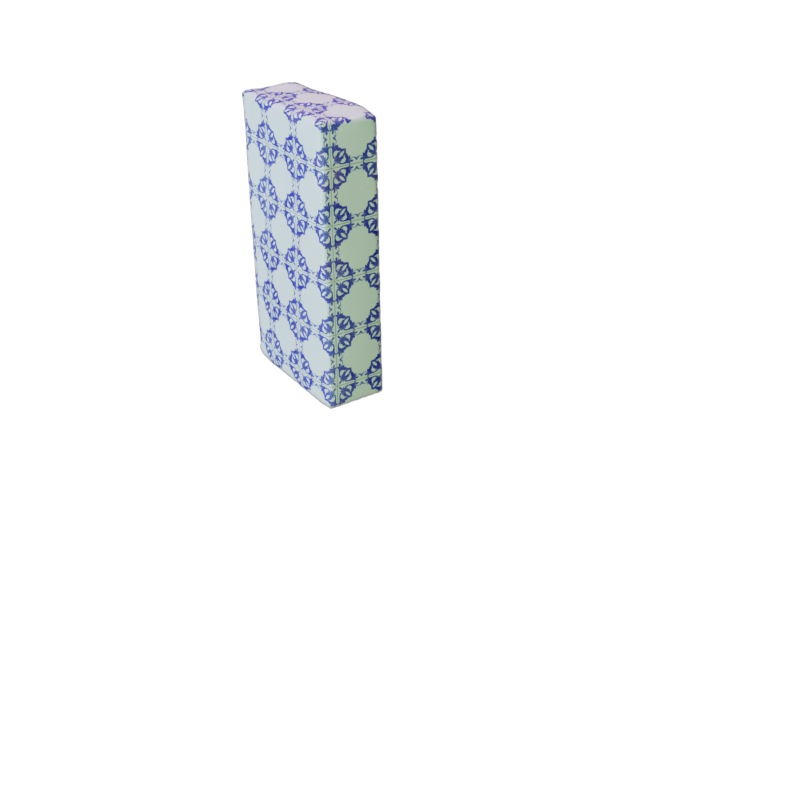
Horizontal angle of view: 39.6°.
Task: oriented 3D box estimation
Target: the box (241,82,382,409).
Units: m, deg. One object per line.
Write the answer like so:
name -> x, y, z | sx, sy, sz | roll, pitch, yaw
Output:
box -> -0.052, -0.095, 0.666 | 0.047, 0.168, 0.100 | -13, 27, -31
